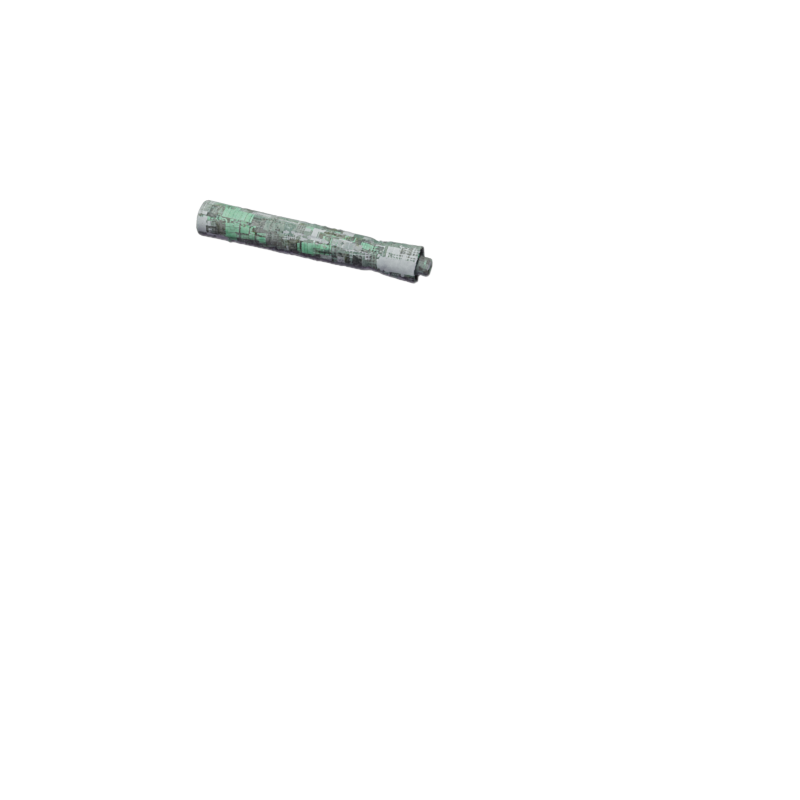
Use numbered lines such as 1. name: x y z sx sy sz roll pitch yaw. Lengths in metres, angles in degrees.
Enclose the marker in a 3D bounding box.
1. marker: -0.043 -0.079 0.553 0.124 0.020 0.019 15 7 16
